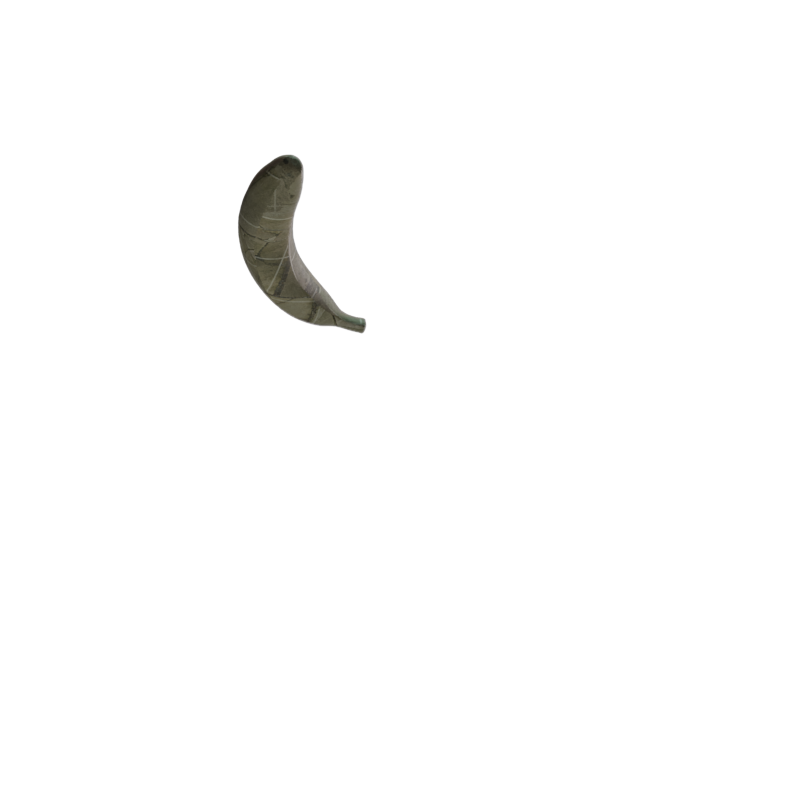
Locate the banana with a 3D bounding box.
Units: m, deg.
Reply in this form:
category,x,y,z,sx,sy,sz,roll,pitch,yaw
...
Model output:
category,x,y,z,sx,sy,sz,roll,pitch,yaw
banana,-0.077,-0.106,0.775,0.070,0.039,0.183,-7,-31,11
